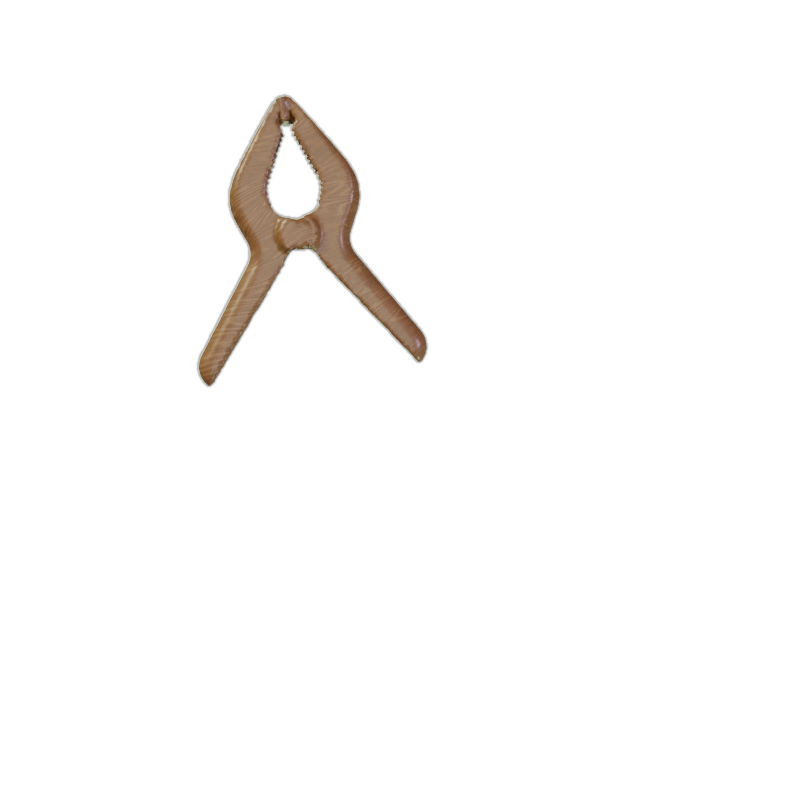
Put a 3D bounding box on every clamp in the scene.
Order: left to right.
[{"bbox_3d":[-0.063,-0.115,0.806,0.164,0.212,0.036,0,-4,0],"label":"clamp"}]
